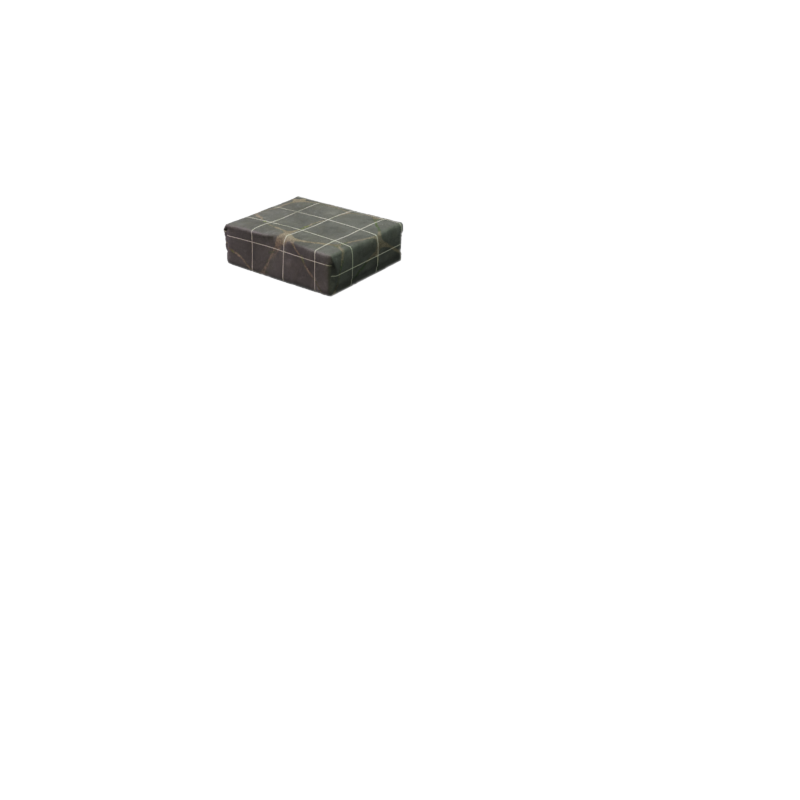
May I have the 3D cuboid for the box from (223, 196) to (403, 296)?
[{"bbox_3d":[-0.055,-0.100,0.701,0.094,0.029,0.073,20,33,33],"label":"box"}]
